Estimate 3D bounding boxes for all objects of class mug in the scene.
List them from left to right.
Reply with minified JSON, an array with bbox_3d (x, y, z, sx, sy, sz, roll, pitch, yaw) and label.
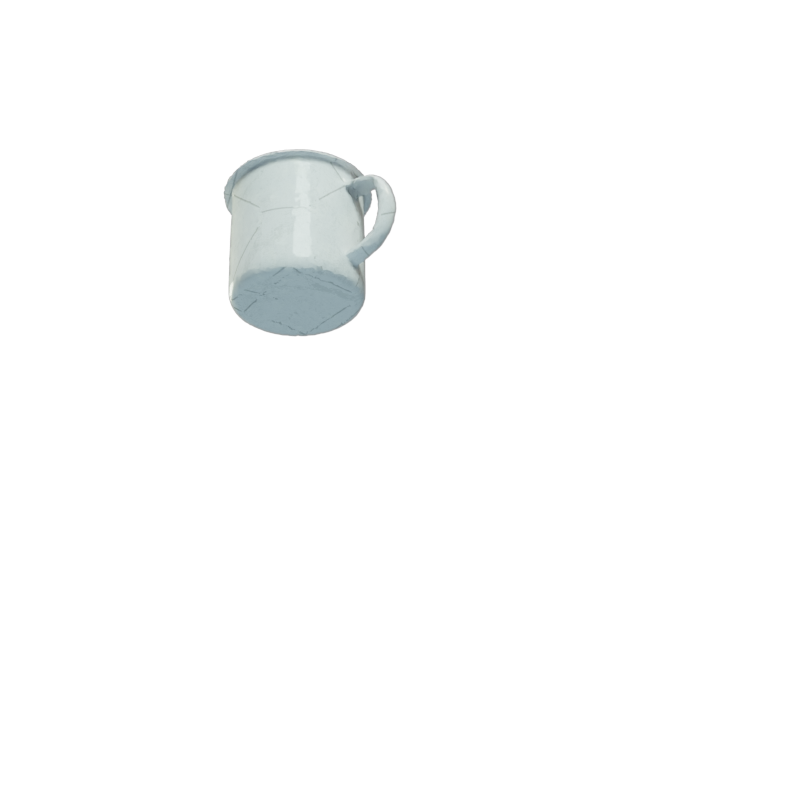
[{"bbox_3d":[-0.052,-0.095,0.668,0.118,0.087,0.086,-20,-36,28],"label":"mug"}]
